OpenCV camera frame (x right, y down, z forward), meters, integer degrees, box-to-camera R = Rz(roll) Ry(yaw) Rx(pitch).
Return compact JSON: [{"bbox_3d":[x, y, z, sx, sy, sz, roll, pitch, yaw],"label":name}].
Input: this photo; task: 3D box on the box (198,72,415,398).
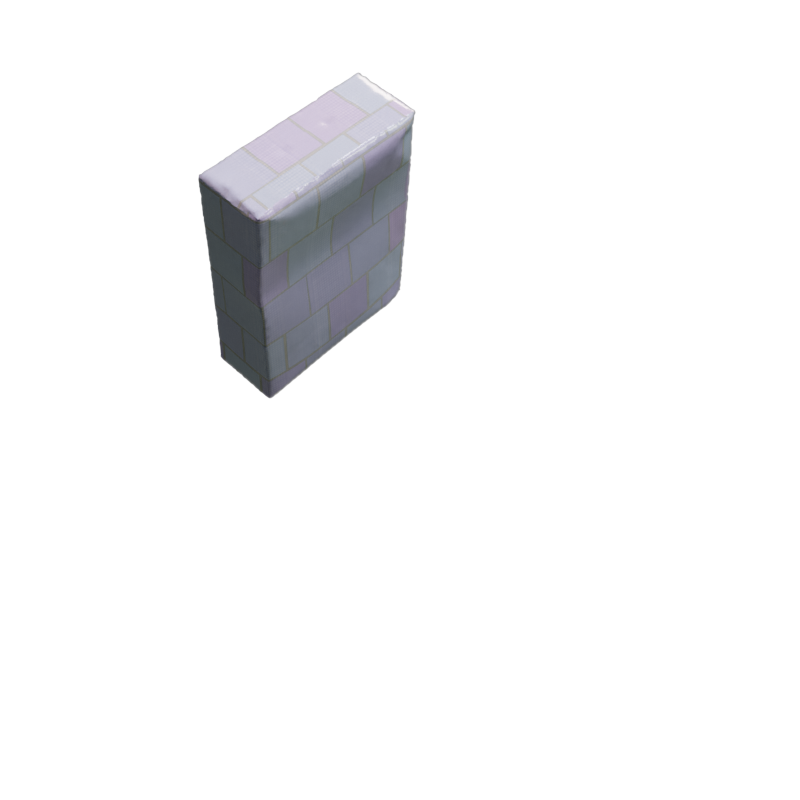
[{"bbox_3d":[-0.068,-0.125,0.872,0.076,0.199,0.166,37,59,22],"label":"box"}]
